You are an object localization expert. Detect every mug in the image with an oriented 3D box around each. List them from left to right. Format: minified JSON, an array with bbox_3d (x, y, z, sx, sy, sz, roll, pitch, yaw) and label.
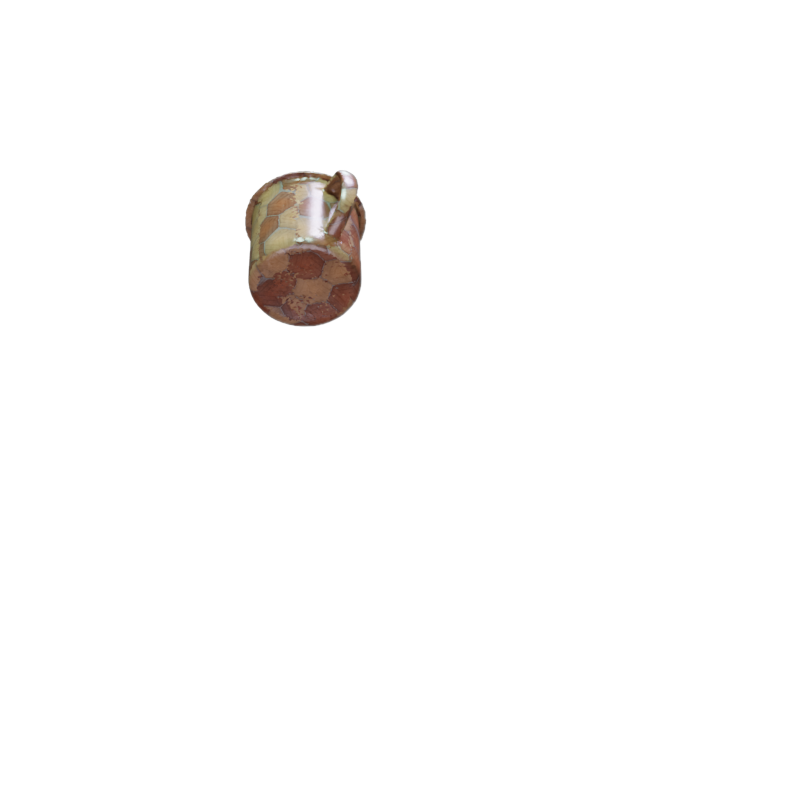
[{"bbox_3d":[-0.064,-0.116,0.813,0.089,0.087,0.114,25,-55,-22],"label":"mug"}]
